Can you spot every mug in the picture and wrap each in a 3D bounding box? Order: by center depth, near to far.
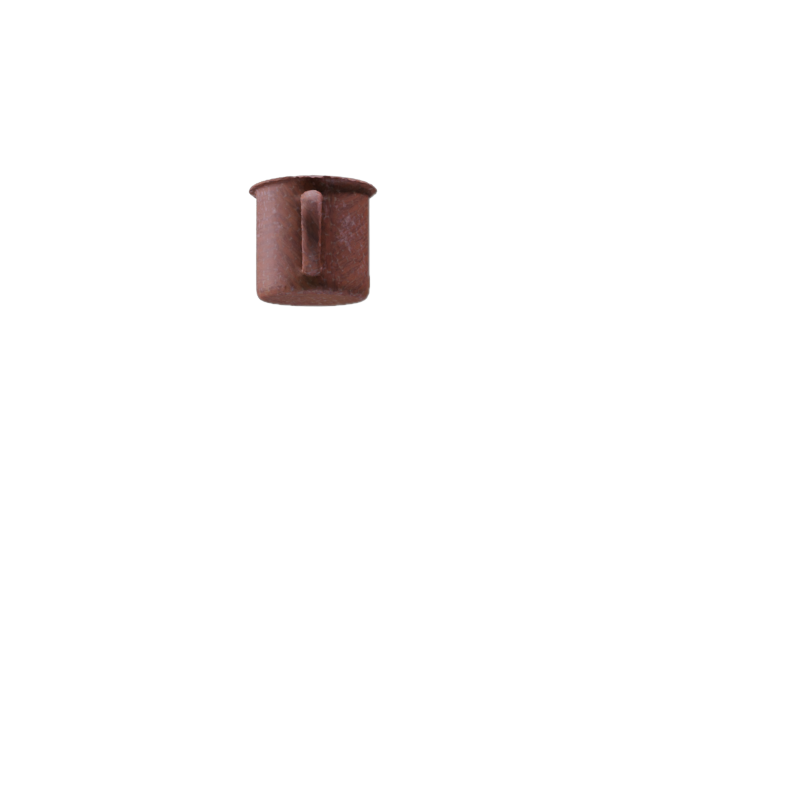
[{"bbox_3d":[-0.062,-0.112,0.787,0.093,0.083,0.116,0,-5,-5],"label":"mug"}]
